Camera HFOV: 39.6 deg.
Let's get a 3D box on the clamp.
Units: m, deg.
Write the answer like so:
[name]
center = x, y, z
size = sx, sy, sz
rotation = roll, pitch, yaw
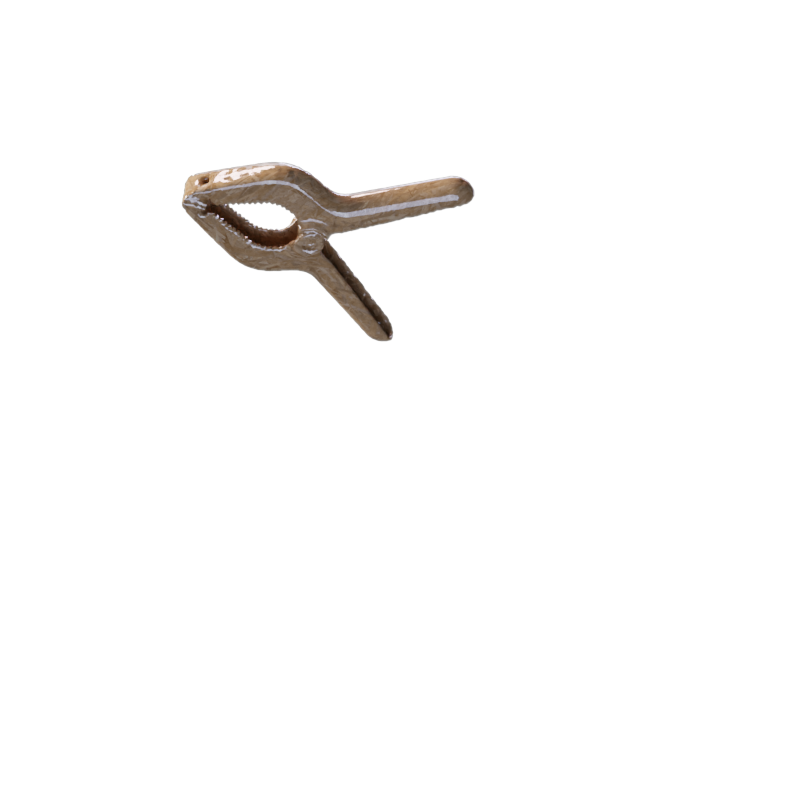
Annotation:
[clamp]
center = -0.067, -0.122, 0.854
size = 0.207, 0.156, 0.039
rotation = 12, 39, -10
